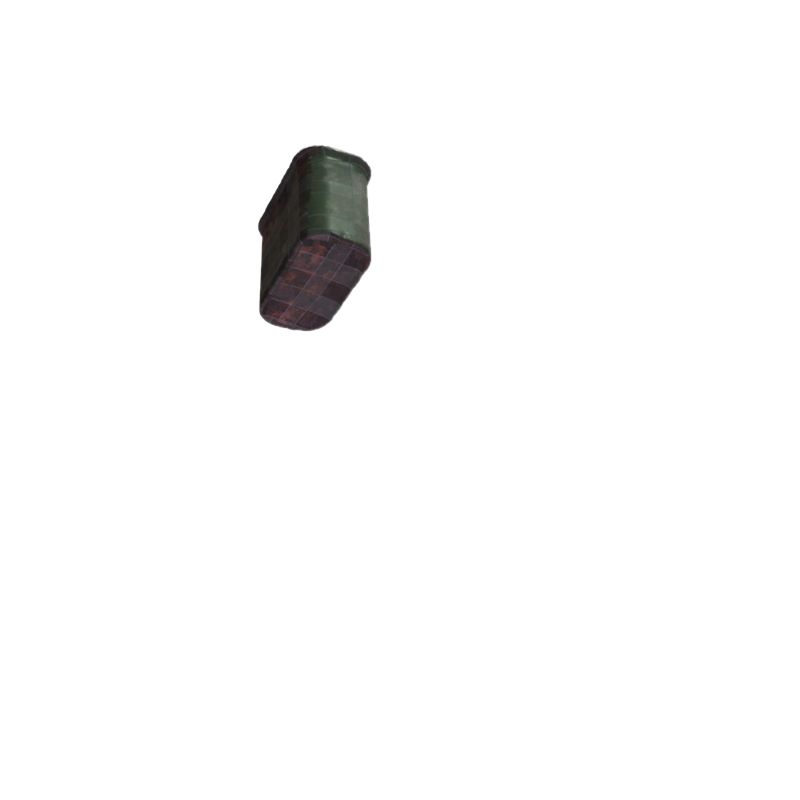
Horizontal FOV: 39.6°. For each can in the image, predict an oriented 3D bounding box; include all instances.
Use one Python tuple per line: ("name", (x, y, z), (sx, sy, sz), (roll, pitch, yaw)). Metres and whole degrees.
("can", (-0.059, -0.108, 0.758), (0.055, 0.090, 0.098), (16, -43, -21))
